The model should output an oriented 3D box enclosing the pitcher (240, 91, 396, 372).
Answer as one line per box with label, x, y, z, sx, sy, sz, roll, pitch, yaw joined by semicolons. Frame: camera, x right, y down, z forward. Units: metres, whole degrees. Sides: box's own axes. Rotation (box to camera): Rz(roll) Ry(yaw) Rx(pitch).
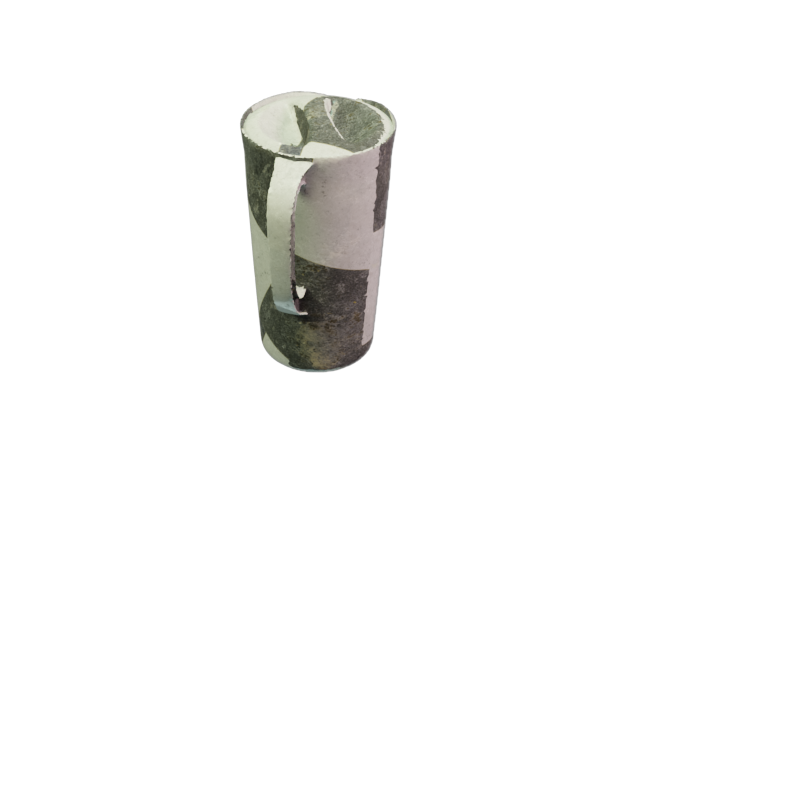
pitcher;-0.078;-0.142;0.995;0.147;0.228;0.156;-17;39;-26
